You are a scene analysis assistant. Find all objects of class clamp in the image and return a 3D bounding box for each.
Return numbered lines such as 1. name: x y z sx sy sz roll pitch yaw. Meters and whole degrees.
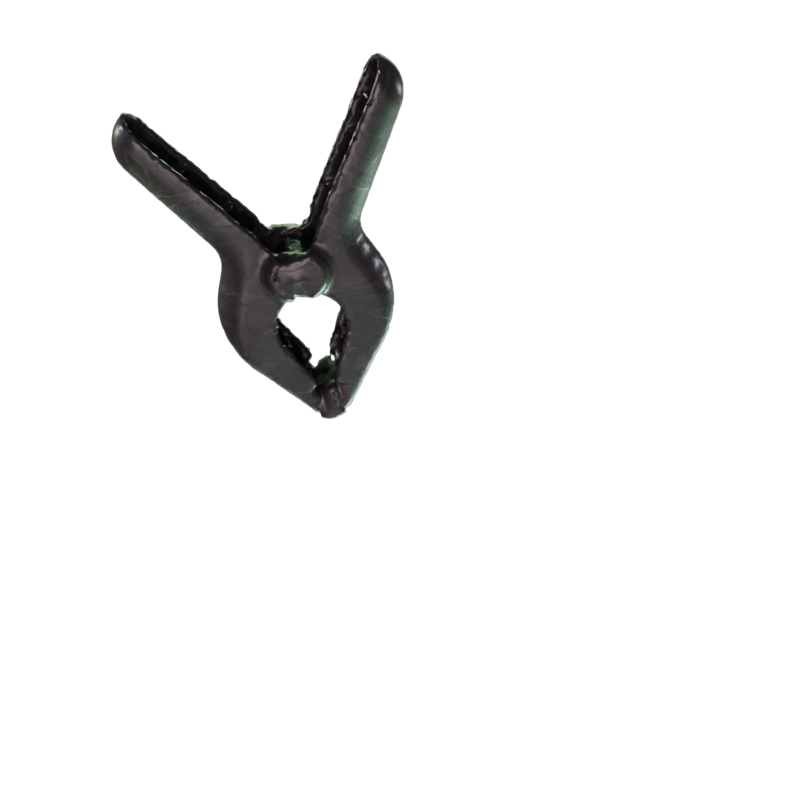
1. clamp: -0.038 -0.069 0.484 0.121 0.159 0.042 -16 35 11
